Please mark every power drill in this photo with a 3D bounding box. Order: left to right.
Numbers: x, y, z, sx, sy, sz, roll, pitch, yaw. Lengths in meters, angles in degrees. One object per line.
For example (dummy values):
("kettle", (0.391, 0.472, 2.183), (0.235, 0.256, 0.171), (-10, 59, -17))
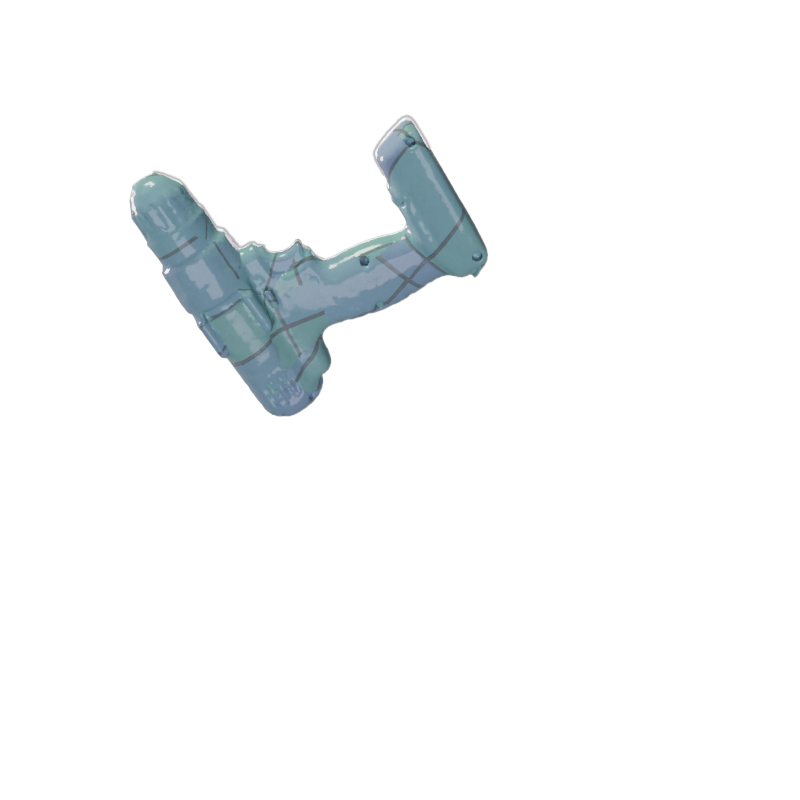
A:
("power drill", (-0.055, -0.100, 0.703), (0.187, 0.176, 0.060), (-30, 20, 11))
